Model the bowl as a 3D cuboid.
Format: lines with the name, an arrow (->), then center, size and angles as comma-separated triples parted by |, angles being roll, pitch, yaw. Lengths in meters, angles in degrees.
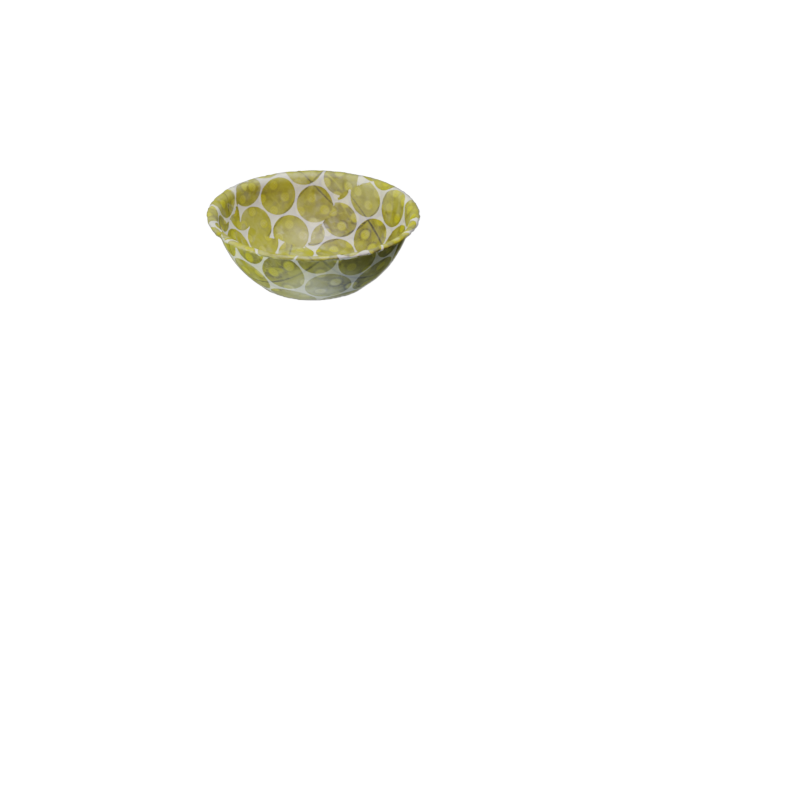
bowl -> -0.067, -0.122, 0.852 | 0.162, 0.052, 0.172 | -1, 31, -2
